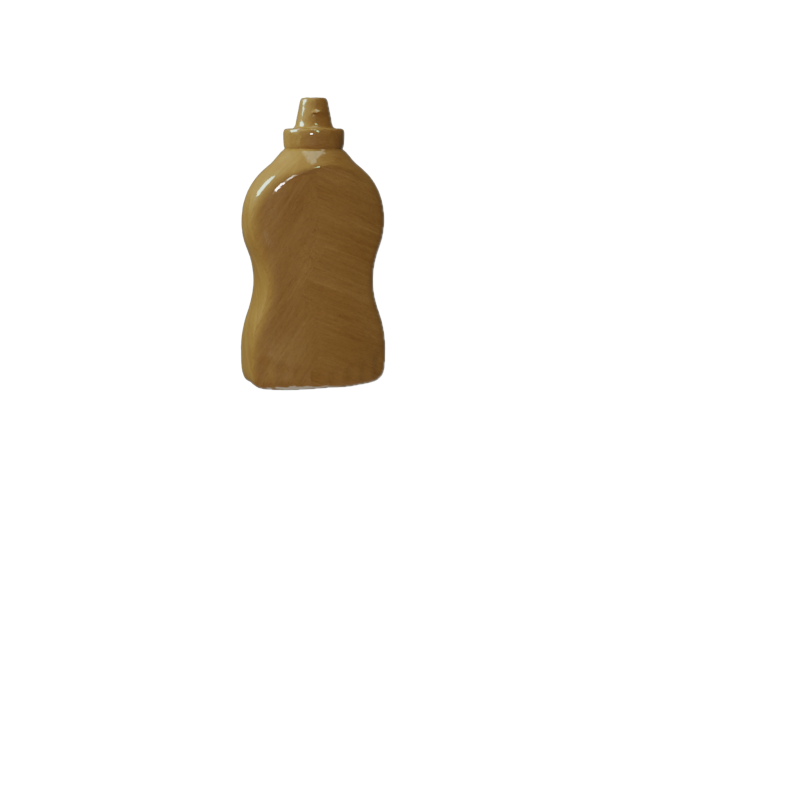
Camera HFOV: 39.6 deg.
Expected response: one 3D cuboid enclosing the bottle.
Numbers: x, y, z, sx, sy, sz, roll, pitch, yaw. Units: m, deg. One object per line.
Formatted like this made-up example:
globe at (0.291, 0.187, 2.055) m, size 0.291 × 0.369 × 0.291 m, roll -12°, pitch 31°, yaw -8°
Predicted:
bottle at (-0.058, -0.106, 0.744) m, size 0.094 × 0.189 × 0.060 m, roll -2°, pitch 5°, yaw -18°
